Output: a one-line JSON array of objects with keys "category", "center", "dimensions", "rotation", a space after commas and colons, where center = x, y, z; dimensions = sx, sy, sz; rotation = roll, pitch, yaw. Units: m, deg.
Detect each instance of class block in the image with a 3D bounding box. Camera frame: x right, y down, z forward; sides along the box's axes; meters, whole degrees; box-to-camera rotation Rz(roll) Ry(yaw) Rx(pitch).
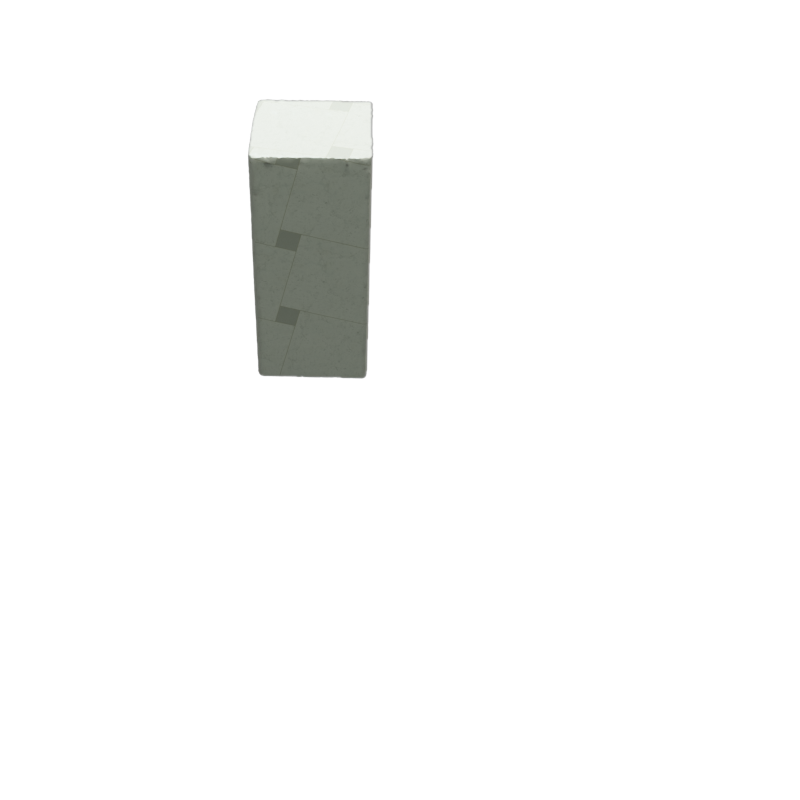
[{"category": "block", "center": [-0.069, -0.124, 0.872], "dimensions": [0.091, 0.193, 0.096], "rotation": [2, 38, -1]}]
